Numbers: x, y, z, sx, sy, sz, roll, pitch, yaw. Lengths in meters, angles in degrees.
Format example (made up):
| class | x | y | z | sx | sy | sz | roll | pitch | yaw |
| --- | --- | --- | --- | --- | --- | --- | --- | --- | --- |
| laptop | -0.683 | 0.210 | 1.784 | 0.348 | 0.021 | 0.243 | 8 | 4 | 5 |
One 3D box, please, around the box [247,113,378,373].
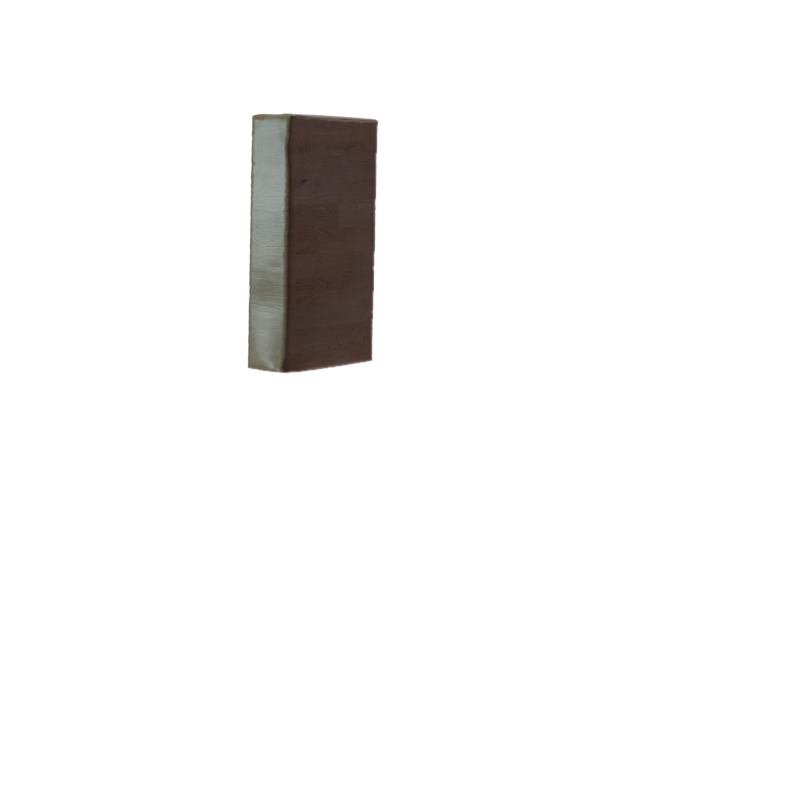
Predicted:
| class | x | y | z | sx | sy | sz | roll | pitch | yaw |
| --- | --- | --- | --- | --- | --- | --- | --- | --- | --- |
| box | -0.061 | -0.111 | 0.780 | 0.050 | 0.175 | 0.090 | 2 | 4 | 41 |
